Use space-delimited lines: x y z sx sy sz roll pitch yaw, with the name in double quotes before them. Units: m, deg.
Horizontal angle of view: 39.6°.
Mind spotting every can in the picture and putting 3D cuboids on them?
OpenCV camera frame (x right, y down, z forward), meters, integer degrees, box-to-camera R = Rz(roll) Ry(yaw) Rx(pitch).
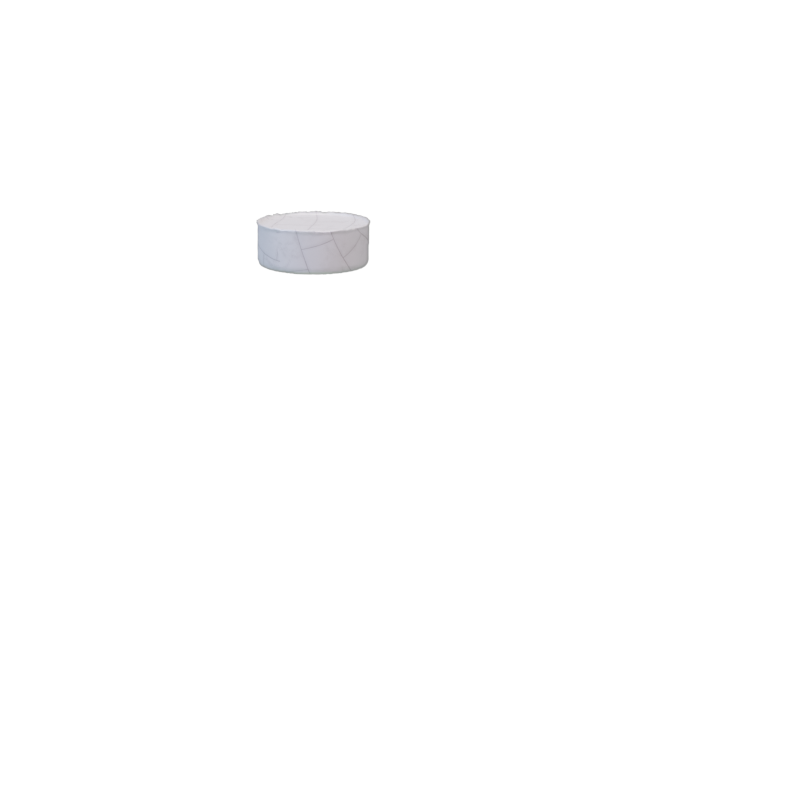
"can" -0.066 -0.120 0.839 0.086 0.032 0.089 -1 18 -2
